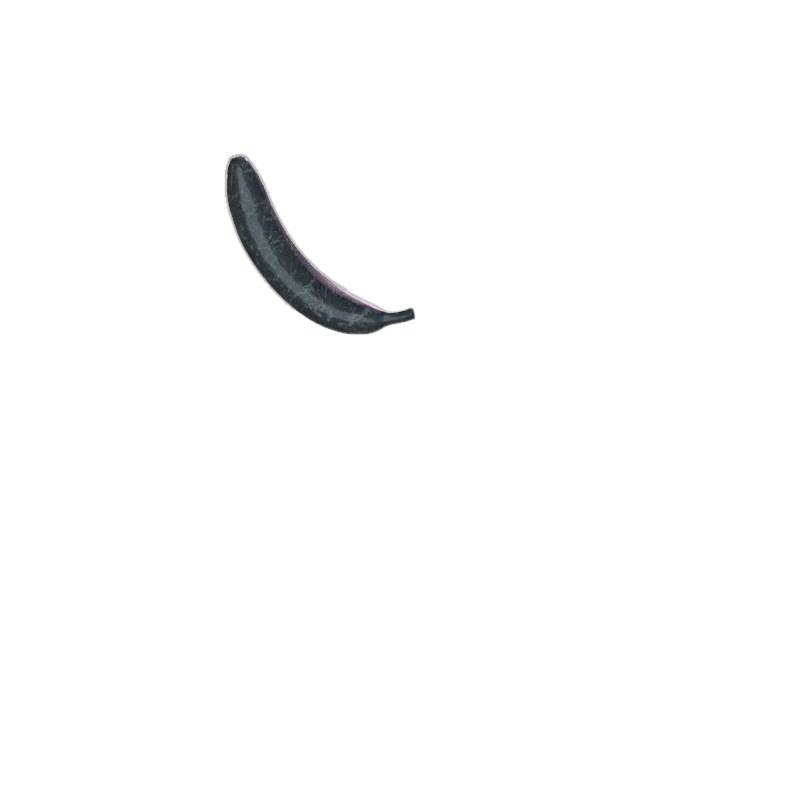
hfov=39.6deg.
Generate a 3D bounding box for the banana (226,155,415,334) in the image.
[{"bbox_3d":[-0.080,-0.114,0.906,0.193,0.069,0.038,41,12,-10],"label":"banana"}]
